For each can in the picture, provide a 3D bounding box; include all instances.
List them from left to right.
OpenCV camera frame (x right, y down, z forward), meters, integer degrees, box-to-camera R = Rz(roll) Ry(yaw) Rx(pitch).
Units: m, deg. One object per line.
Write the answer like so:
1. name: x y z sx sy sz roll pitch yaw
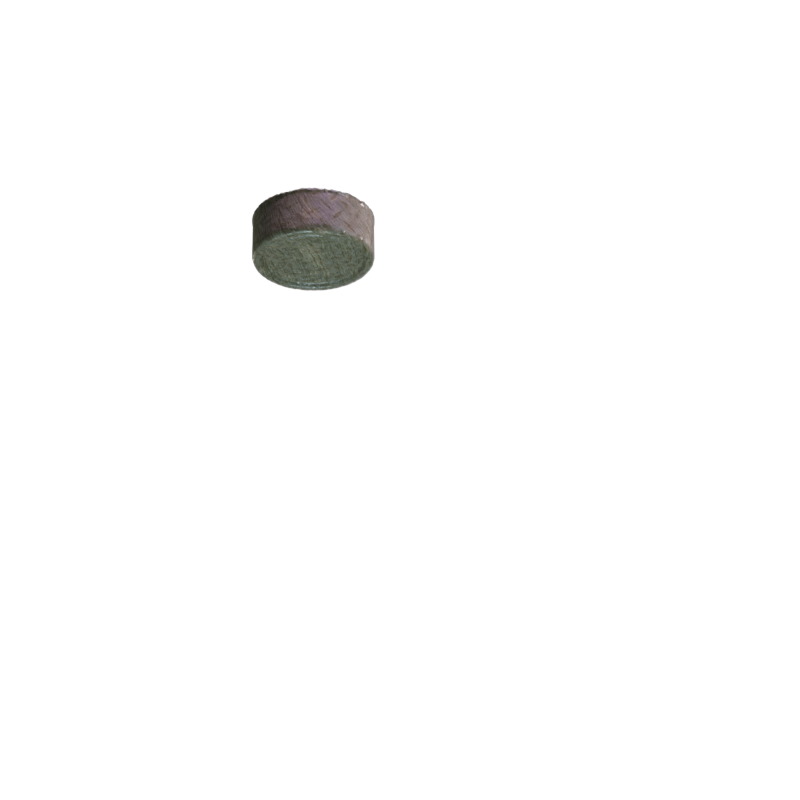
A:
1. can: -0.060 -0.109 0.766 0.086 0.036 0.081 1 -26 -2
